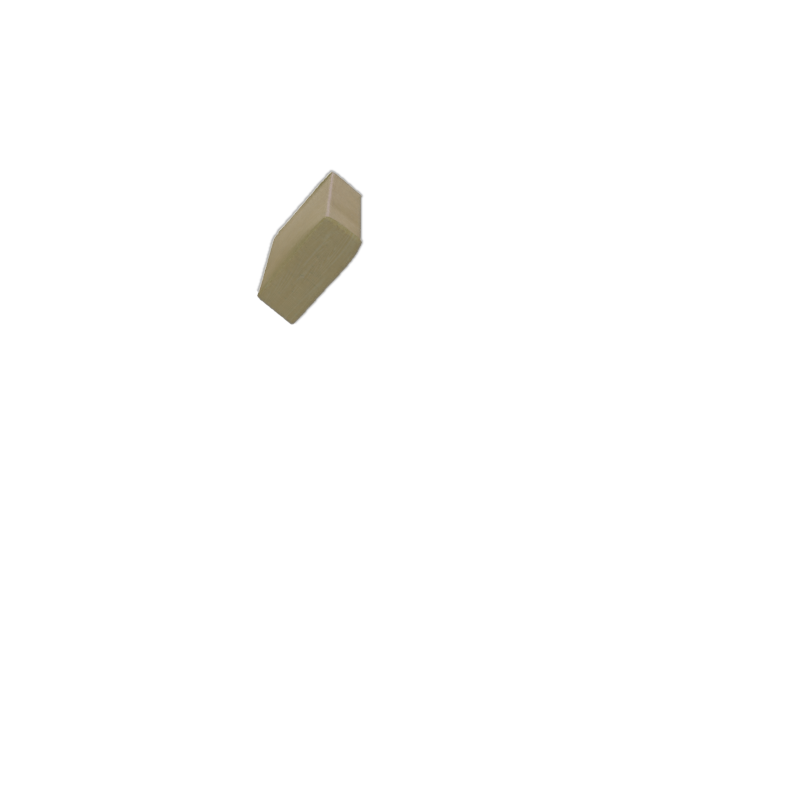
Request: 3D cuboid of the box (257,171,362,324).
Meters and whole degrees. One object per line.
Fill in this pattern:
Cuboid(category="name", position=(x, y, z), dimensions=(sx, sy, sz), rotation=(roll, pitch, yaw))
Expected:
Cuboid(category="box", position=(-0.077, -0.140, 0.981), dimensions=(0.046, 0.092, 0.185), rotation=(39, 15, -18))
